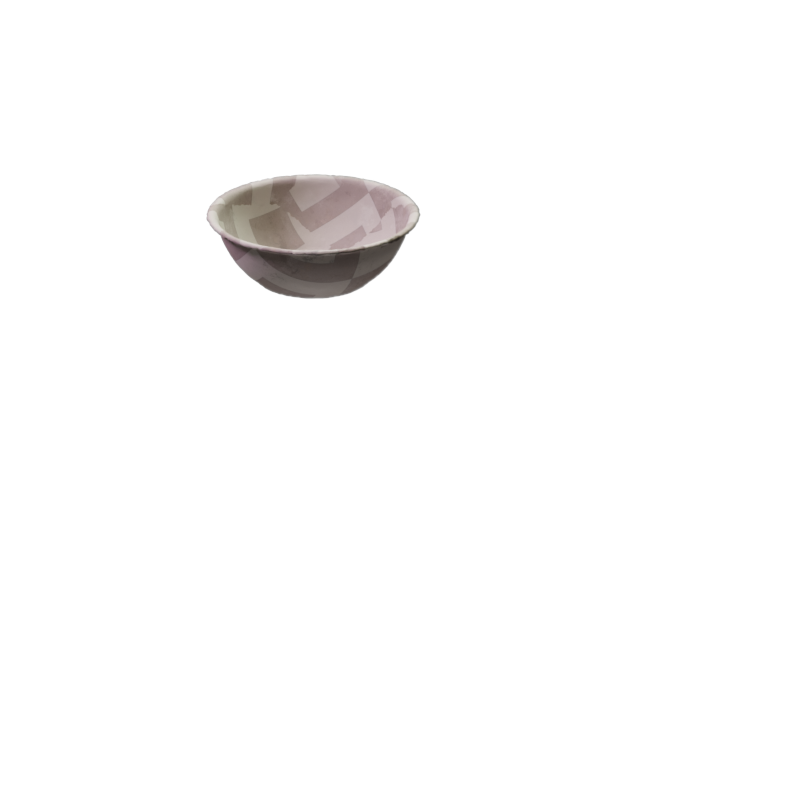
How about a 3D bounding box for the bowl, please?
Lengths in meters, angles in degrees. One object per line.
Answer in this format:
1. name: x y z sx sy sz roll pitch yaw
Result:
1. bowl: -0.067 -0.122 0.853 0.162 0.052 0.172 -1 29 -2
